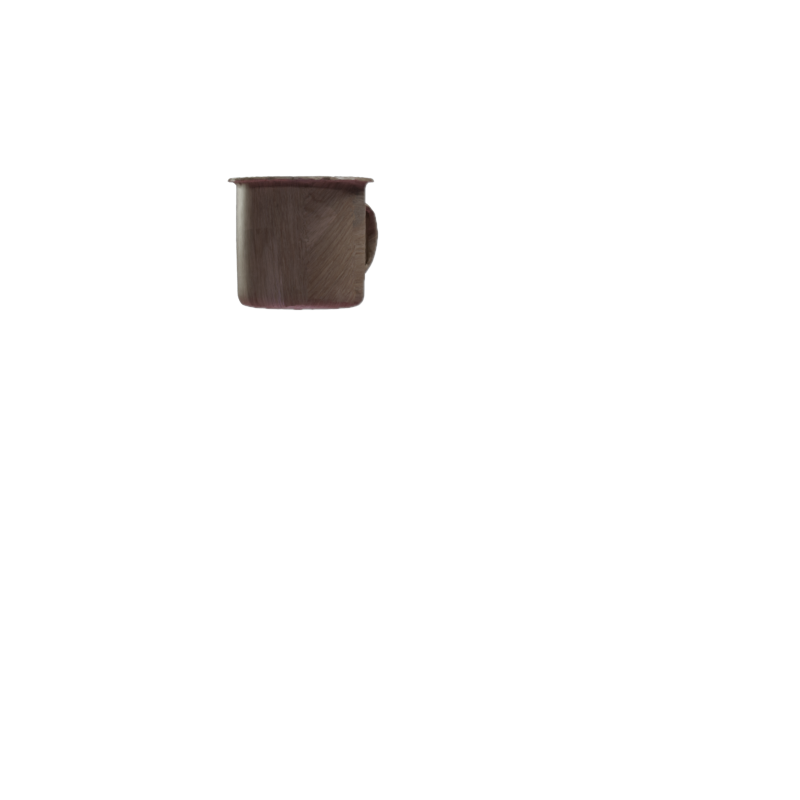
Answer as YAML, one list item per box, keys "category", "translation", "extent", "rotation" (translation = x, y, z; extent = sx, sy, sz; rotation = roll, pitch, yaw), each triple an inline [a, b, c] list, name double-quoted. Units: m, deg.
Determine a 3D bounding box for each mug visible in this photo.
- category: "mug"
  translation: [-0.056, -0.102, 0.716]
  extent: [0.097, 0.081, 0.113]
  rotation: [5, 8, 38]
